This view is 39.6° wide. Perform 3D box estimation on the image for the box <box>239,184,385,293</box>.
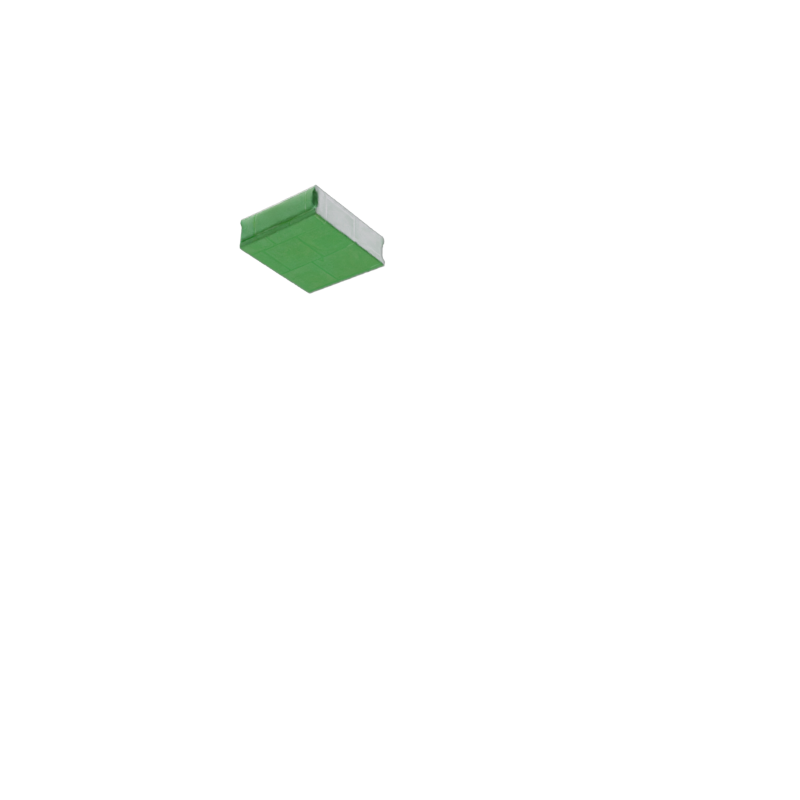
[{"bbox_3d":[-0.065,-0.119,0.837,0.074,0.032,0.083,-19,-33,32],"label":"box"}]
